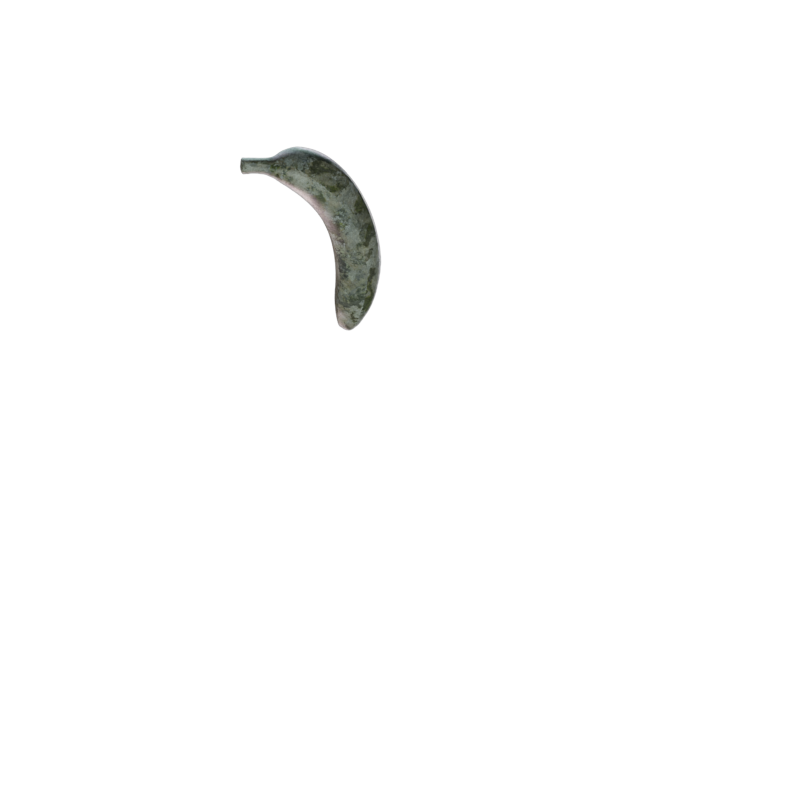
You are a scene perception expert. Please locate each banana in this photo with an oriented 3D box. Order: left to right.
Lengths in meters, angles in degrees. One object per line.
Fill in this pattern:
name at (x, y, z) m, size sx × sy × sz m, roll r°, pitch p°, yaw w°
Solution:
banana at (-0.053, -0.133, 0.870) m, size 0.070 × 0.039 × 0.183 m, roll -18°, pitch -48°, yaw 16°
